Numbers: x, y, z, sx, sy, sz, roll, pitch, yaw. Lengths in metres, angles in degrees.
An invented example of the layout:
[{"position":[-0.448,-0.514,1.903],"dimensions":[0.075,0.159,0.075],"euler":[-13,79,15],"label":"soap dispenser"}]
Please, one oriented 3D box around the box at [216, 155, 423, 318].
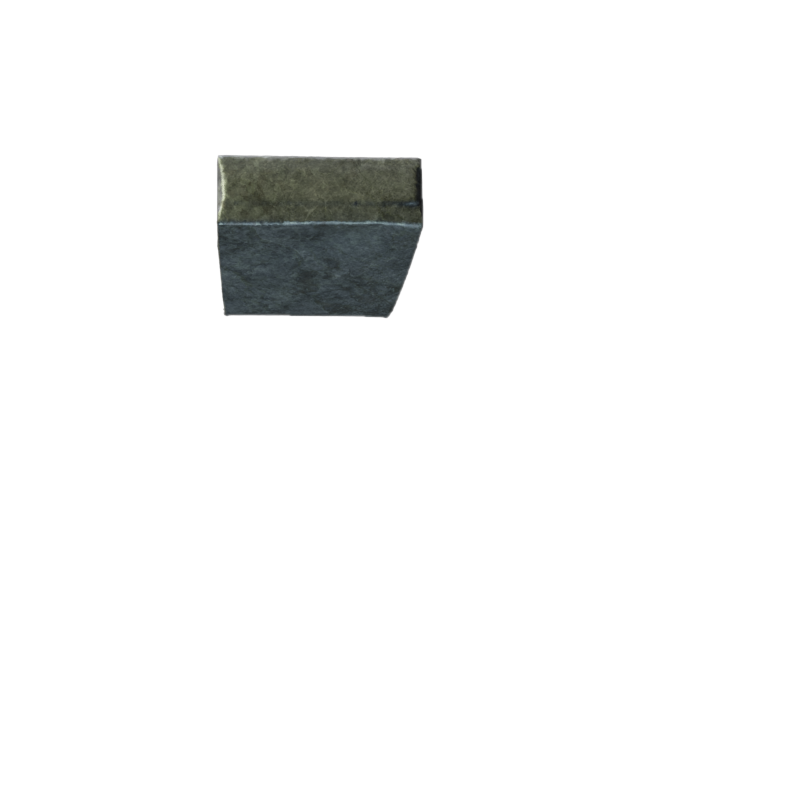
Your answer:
[{"position":[-0.041,-0.074,0.522],"dimensions":[0.089,0.041,0.108],"euler":[2,-21,-6],"label":"box"}]
